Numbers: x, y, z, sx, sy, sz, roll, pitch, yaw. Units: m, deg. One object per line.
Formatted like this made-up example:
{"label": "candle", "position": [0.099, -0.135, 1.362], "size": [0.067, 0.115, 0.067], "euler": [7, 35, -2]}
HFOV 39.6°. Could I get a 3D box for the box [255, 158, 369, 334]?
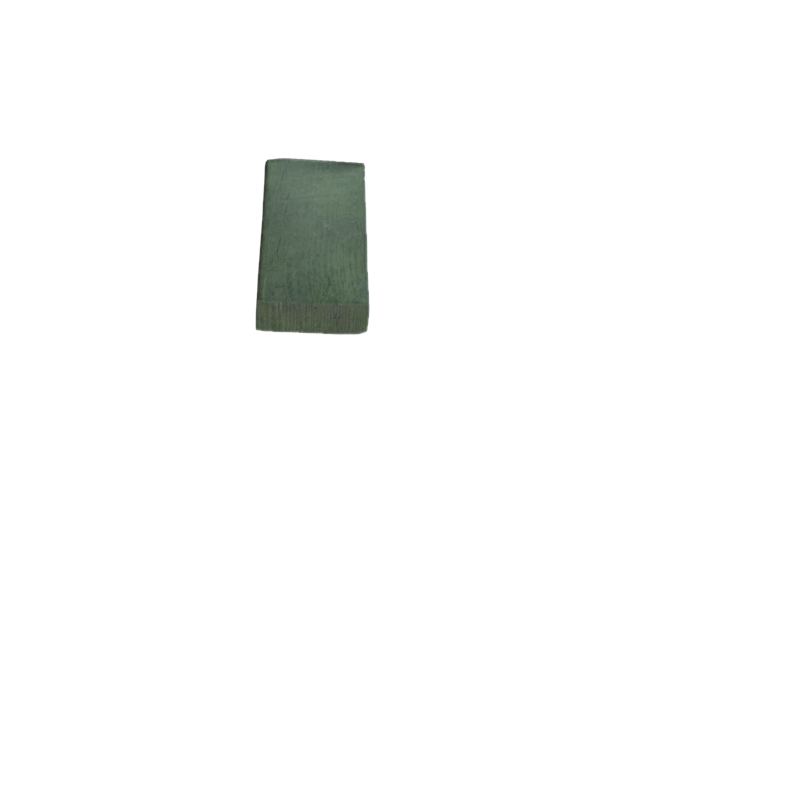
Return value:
{"label": "box", "position": [-0.075, -0.137, 0.957], "size": [0.093, 0.189, 0.045], "euler": [1, -39, -5]}
